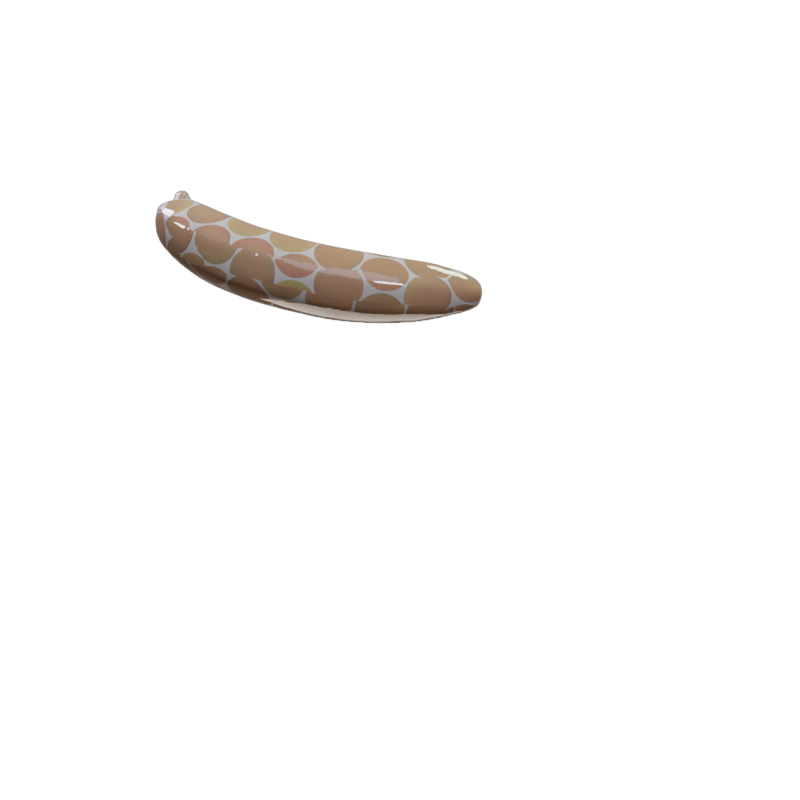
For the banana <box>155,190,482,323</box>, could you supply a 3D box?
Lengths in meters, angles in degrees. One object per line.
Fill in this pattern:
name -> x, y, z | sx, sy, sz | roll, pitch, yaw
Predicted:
banana -> -0.058, -0.075, 0.580 | 0.207, 0.034, 0.071 | 22, 43, 24
